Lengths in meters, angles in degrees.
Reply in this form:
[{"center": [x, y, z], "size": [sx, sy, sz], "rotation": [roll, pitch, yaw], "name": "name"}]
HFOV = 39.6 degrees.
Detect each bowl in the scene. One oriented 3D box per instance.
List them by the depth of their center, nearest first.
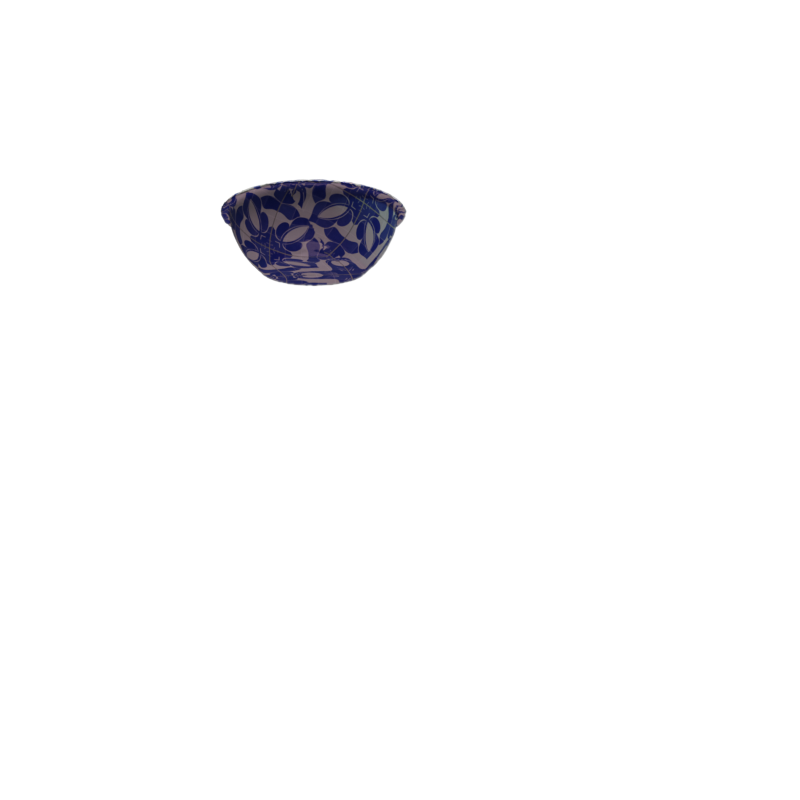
[{"center": [-0.075, -0.137, 0.961], "size": [0.162, 0.057, 0.157], "rotation": [0, -11, -2], "name": "bowl"}]
